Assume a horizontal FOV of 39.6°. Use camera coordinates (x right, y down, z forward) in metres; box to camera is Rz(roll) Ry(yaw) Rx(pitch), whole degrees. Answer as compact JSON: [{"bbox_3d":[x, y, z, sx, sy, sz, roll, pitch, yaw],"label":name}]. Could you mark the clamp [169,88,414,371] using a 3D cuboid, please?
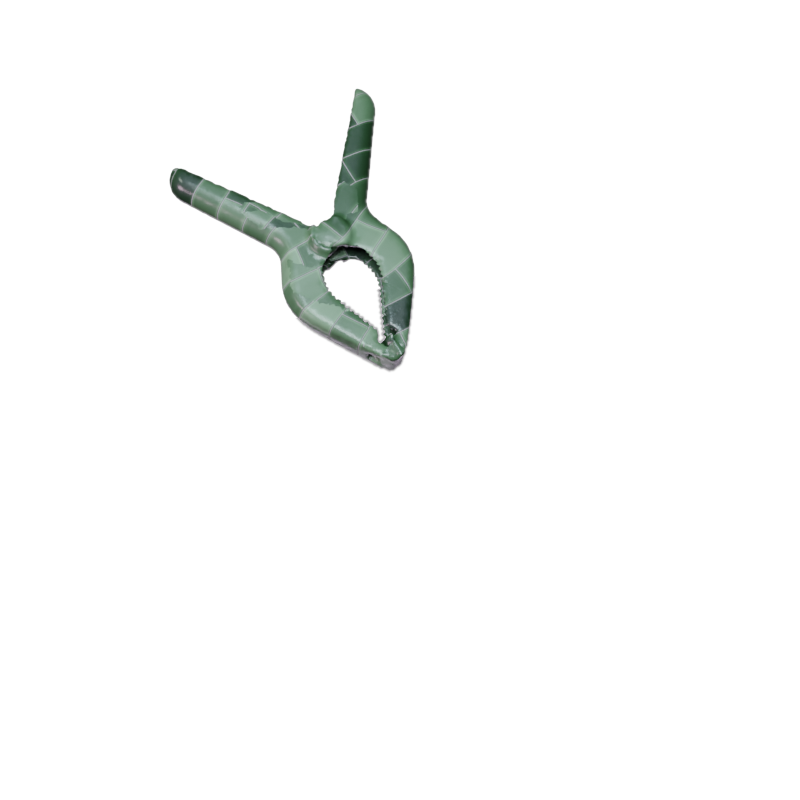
[{"bbox_3d":[-0.062,-0.113,0.790,0.164,0.222,0.035,-20,-21,-8],"label":"clamp"}]
